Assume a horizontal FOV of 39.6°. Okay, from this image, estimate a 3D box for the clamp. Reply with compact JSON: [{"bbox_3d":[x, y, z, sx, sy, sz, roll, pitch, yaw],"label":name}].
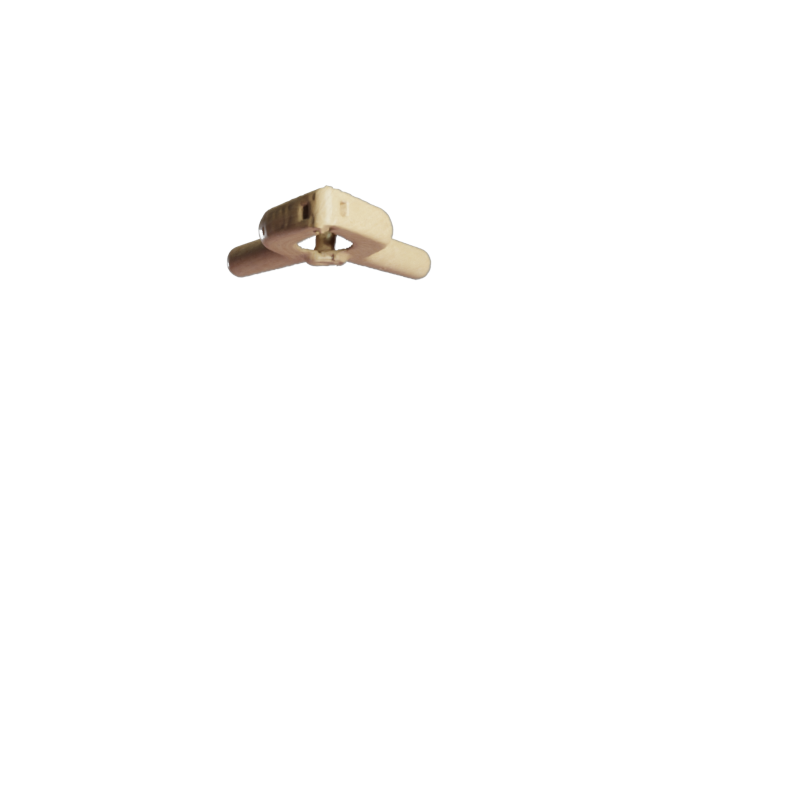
[{"bbox_3d":[-0.064,-0.117,0.820,0.166,0.037,0.204,-1,-4,6],"label":"clamp"}]
